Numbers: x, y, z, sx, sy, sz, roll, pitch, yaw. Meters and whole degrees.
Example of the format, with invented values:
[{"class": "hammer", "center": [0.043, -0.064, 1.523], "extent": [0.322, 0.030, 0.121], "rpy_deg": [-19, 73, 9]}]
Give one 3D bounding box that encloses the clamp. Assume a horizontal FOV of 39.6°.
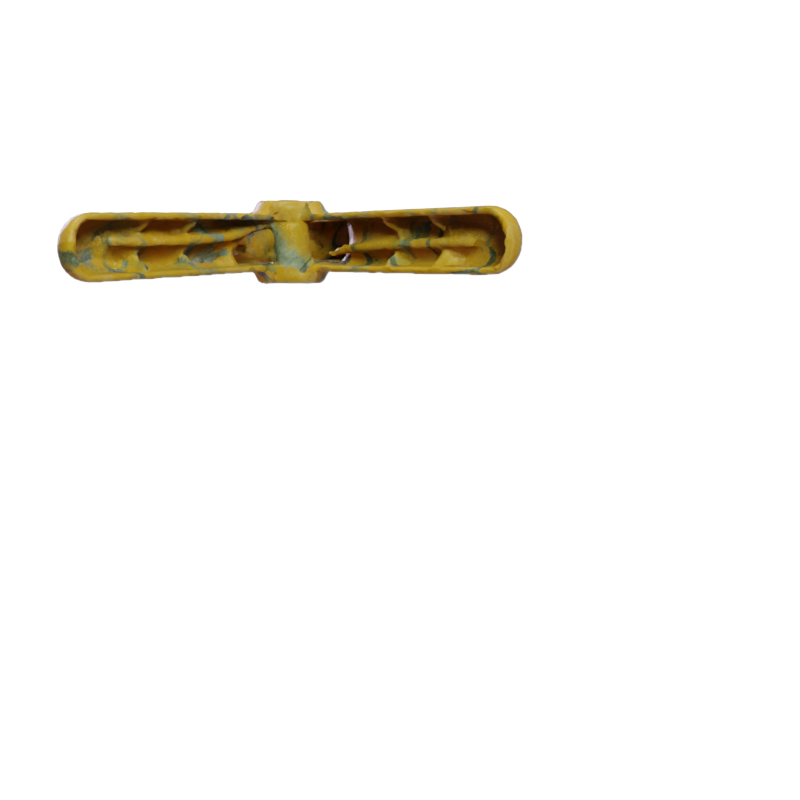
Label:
[{"class": "clamp", "center": [-0.037, -0.068, 0.479], "extent": [0.165, 0.036, 0.211], "rpy_deg": [0, 8, 3]}]
